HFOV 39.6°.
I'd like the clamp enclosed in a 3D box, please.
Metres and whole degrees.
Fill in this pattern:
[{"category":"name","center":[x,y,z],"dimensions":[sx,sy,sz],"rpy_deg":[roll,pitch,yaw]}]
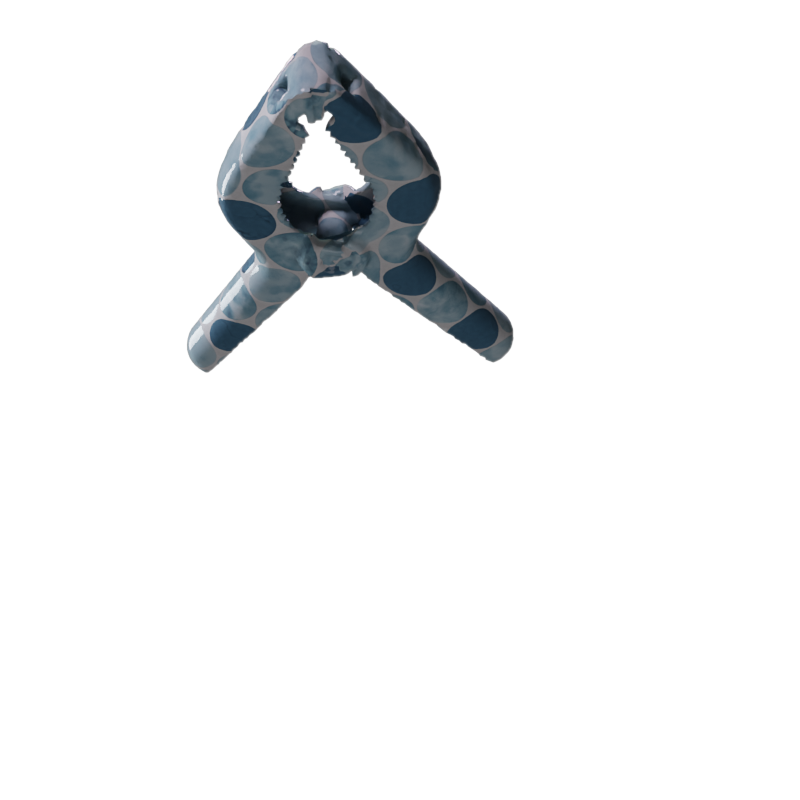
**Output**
[{"category":"clamp","center":[-0.039,-0.071,0.499],"dimensions":[0.166,0.039,0.194],"rpy_deg":[-6,-33,9]}]
